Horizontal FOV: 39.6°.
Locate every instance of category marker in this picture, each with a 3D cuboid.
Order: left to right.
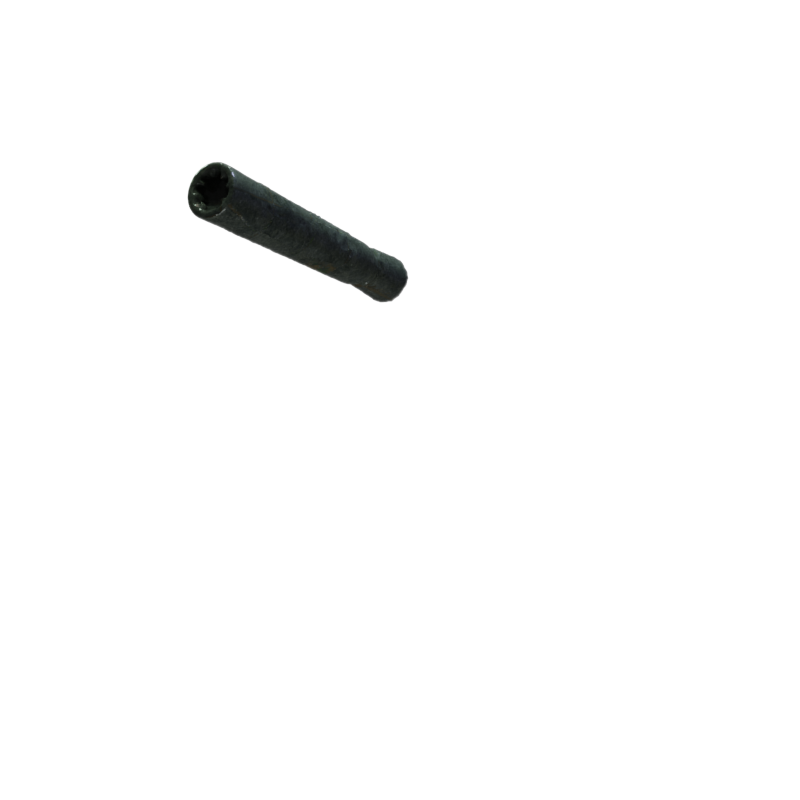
[{"bbox_3d":[-0.031,-0.056,0.392,0.020,0.020,0.114,3,-8,31],"label":"marker"}]
